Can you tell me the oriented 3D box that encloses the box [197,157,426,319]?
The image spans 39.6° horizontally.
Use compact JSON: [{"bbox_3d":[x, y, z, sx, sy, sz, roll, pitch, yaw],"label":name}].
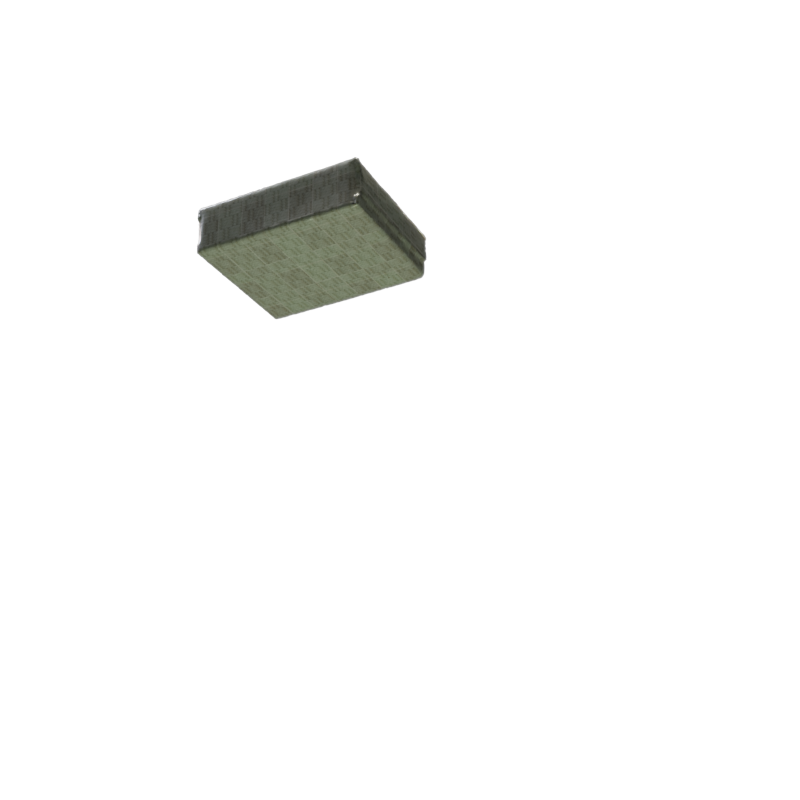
[{"bbox_3d":[-0.042,-0.077,0.538,0.090,0.032,0.068,-14,-31,24],"label":"box"}]
